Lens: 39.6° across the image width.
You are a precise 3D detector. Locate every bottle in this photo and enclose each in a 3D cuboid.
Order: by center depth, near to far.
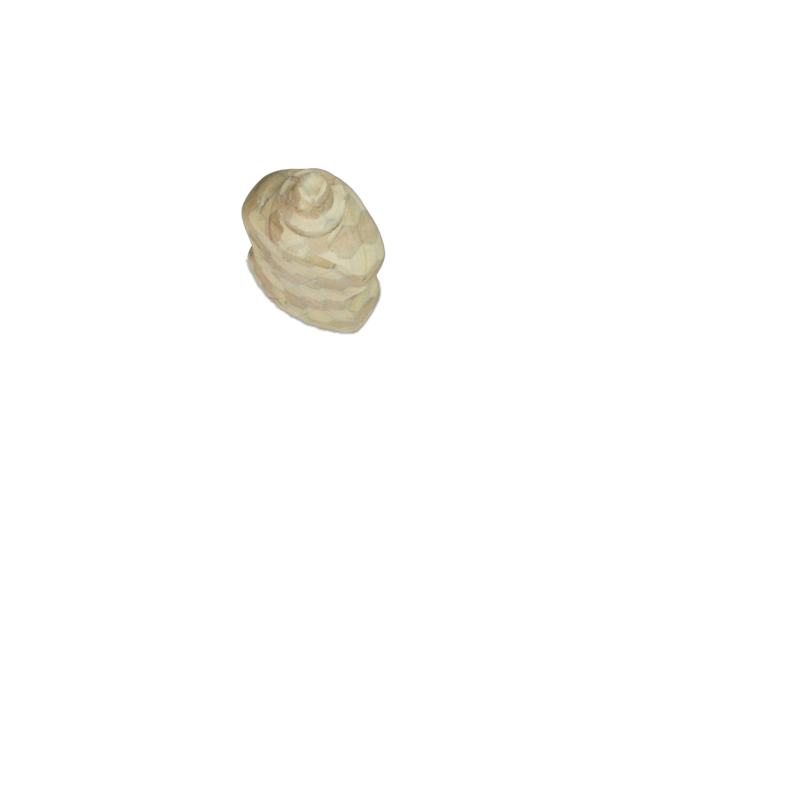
[{"bbox_3d":[-0.057,-0.103,0.721,0.098,0.059,0.185,34,-13,5],"label":"bottle"}]
